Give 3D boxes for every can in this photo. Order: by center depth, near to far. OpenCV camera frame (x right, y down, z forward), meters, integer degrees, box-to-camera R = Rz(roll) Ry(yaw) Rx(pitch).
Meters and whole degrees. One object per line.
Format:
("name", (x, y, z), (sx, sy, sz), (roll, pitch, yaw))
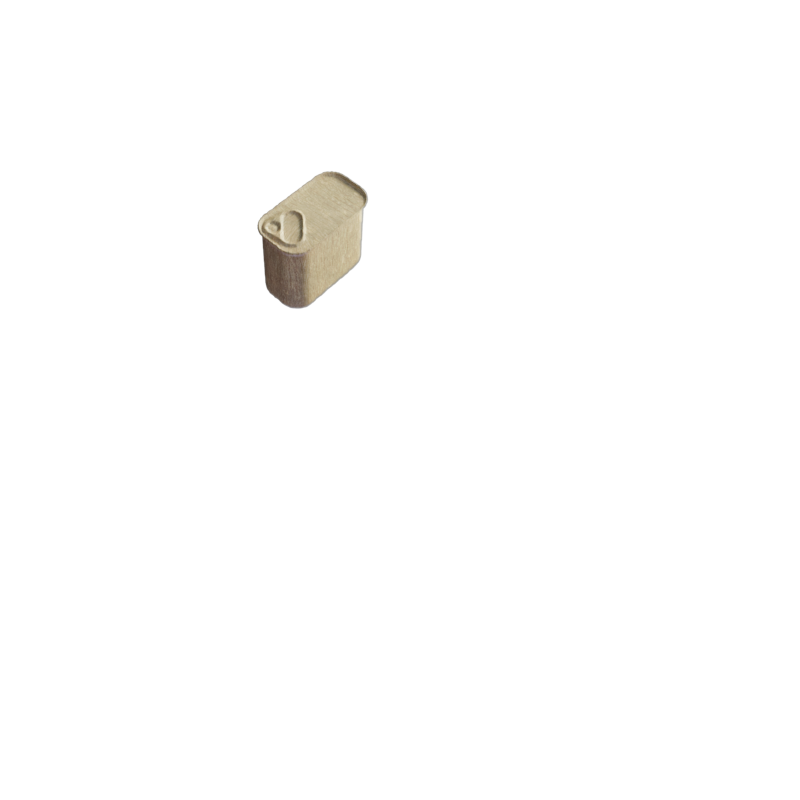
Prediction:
("can", (-0.078, -0.142, 0.998), (0.061, 0.103, 0.078), (37, -30, 22))
